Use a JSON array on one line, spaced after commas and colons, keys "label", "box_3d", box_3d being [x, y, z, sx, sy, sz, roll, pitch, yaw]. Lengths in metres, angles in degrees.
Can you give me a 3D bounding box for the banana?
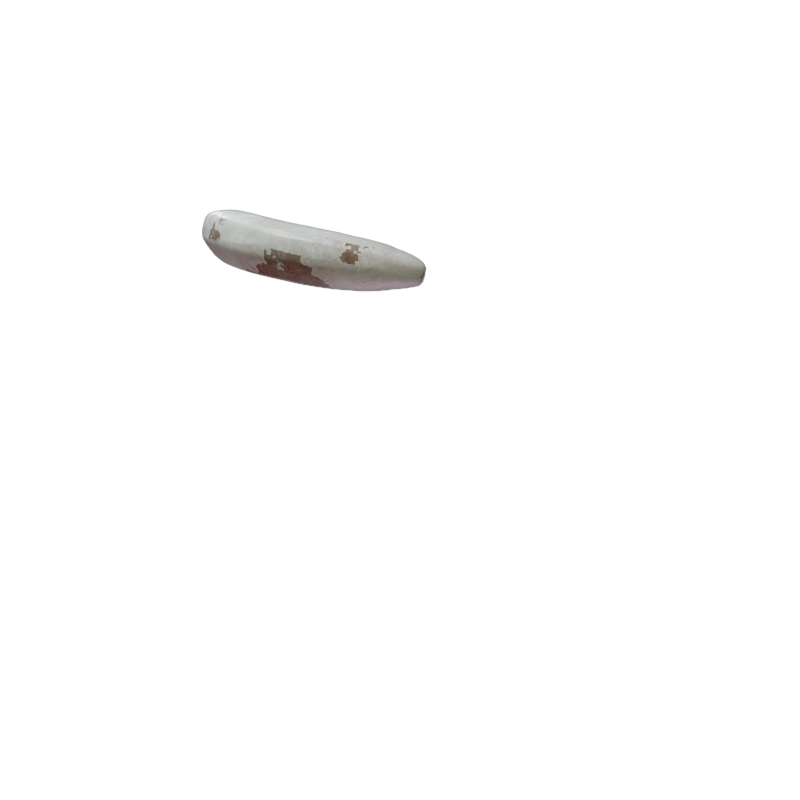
[{"label": "banana", "box_3d": [-0.074, -0.102, 0.729, 0.068, 0.035, 0.210, -16, 26, -39]}]
